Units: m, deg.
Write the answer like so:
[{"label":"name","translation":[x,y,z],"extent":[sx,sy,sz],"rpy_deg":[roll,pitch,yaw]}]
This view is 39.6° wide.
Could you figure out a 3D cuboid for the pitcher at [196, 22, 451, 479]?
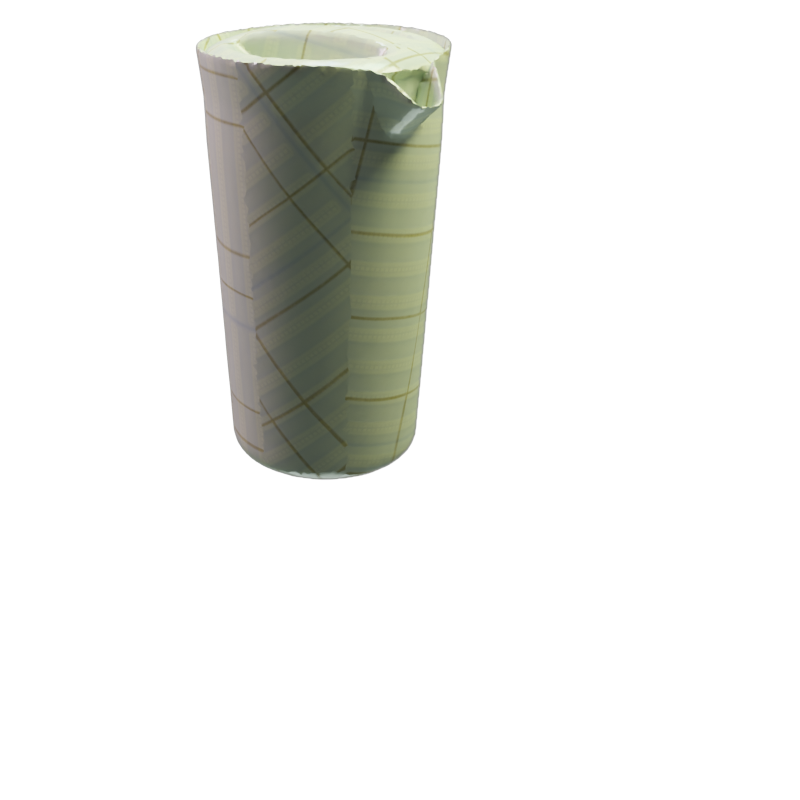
[{"label":"pitcher","translation":[-0.049,-0.089,0.625],"extent":[0.146,0.232,0.156],"rpy_deg":[3,23,3]}]
